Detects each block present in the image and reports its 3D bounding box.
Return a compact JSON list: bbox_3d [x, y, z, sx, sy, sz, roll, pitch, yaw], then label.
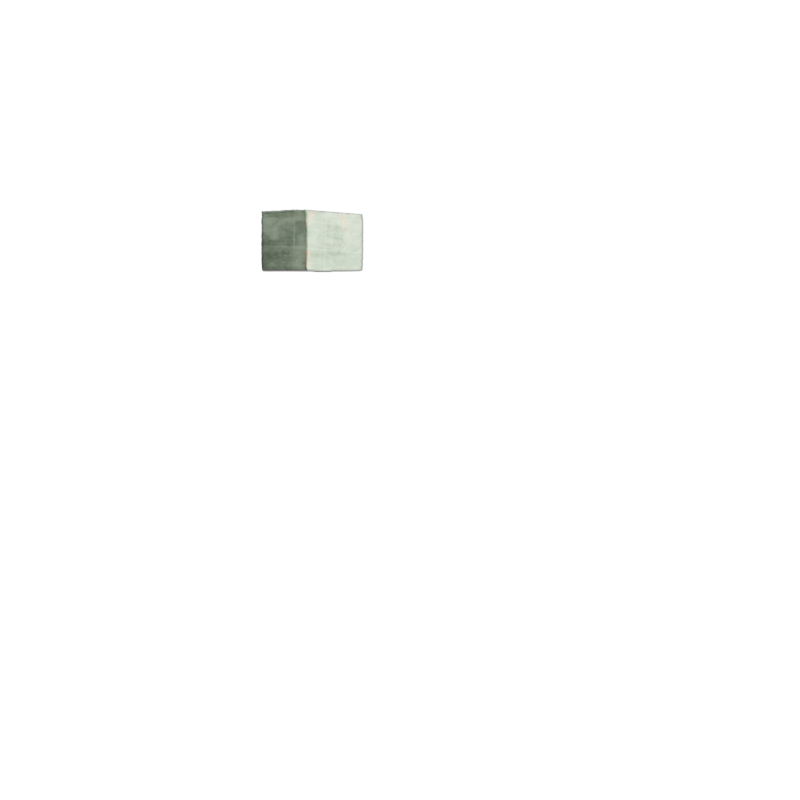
[{"bbox_3d":[-0.074,-0.135,0.946,0.055,0.051,0.075,2,4,36],"label":"block"}]
